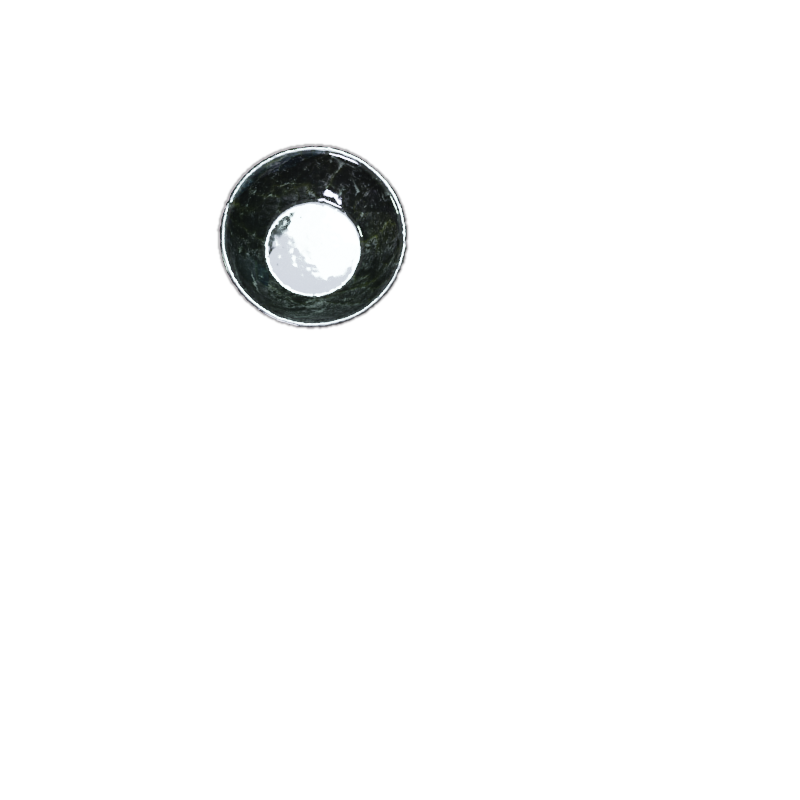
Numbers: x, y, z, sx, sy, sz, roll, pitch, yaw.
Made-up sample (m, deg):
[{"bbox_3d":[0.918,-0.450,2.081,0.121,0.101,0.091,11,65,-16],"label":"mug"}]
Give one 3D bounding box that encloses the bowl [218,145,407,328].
[{"bbox_3d":[-0.076,-0.139,0.973,0.162,0.167,0.053,0,-13,-1],"label":"bowl"}]
